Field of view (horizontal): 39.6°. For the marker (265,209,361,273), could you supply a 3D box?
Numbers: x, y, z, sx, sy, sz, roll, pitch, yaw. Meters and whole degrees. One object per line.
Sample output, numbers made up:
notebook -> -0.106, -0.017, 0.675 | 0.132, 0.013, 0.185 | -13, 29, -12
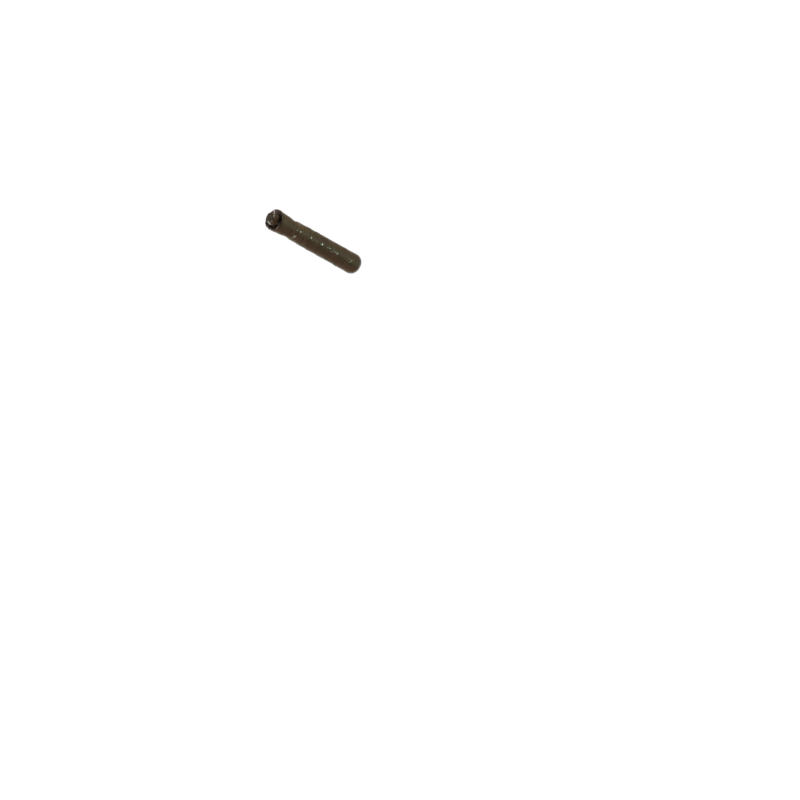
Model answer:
marker -> -0.075, -0.137, 0.960 | 0.021, 0.020, 0.113 | 3, -13, 38
